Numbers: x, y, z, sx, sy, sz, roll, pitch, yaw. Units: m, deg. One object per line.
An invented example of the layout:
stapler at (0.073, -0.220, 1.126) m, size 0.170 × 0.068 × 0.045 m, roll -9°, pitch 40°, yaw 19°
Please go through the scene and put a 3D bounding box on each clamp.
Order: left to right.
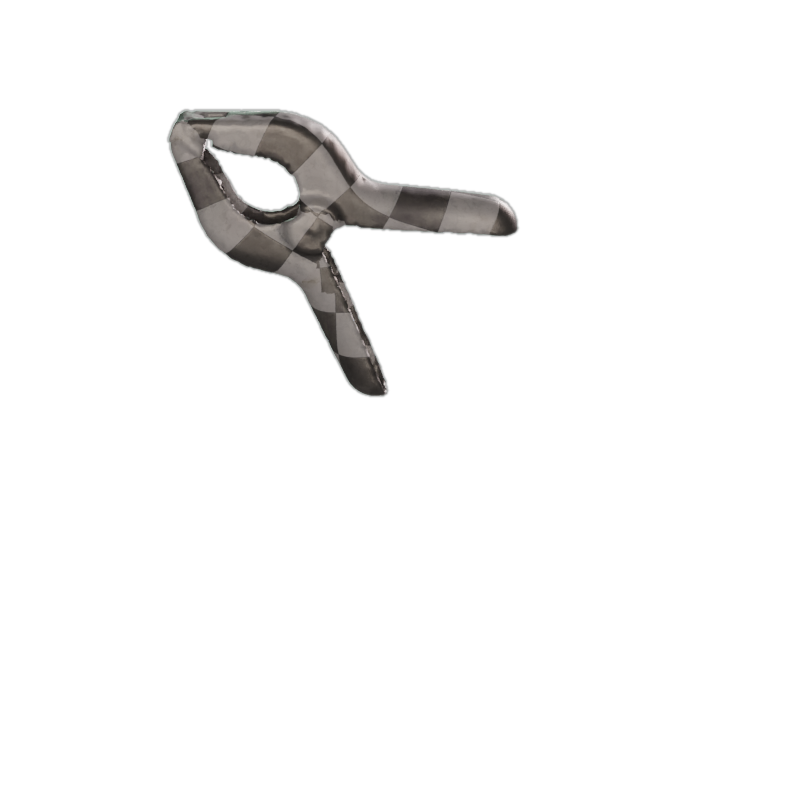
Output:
clamp at (-0.043, -0.078, 0.544) m, size 0.169 × 0.118 × 0.040 m, roll 26°, pitch 11°, yaw -5°
